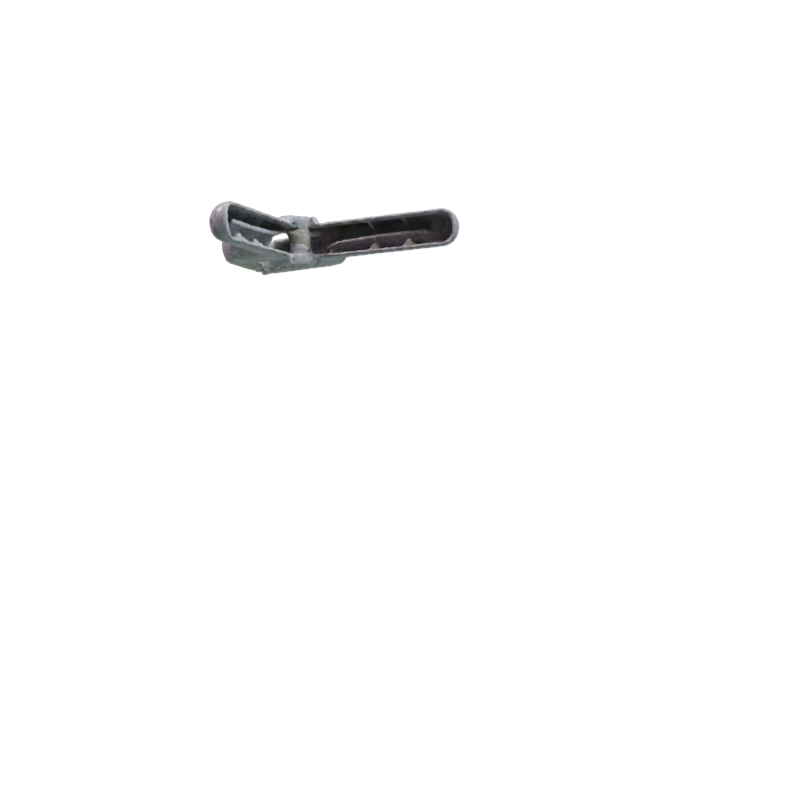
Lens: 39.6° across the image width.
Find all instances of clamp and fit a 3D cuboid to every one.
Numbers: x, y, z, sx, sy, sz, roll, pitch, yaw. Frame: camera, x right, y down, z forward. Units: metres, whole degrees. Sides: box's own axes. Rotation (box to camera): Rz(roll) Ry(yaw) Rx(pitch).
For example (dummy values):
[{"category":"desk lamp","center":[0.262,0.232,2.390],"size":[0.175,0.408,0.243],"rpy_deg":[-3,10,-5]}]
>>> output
[{"category":"clamp","center":[-0.062,-0.112,0.786],"size":[0.162,0.037,0.212],"rpy_deg":[0,0,-14]}]
